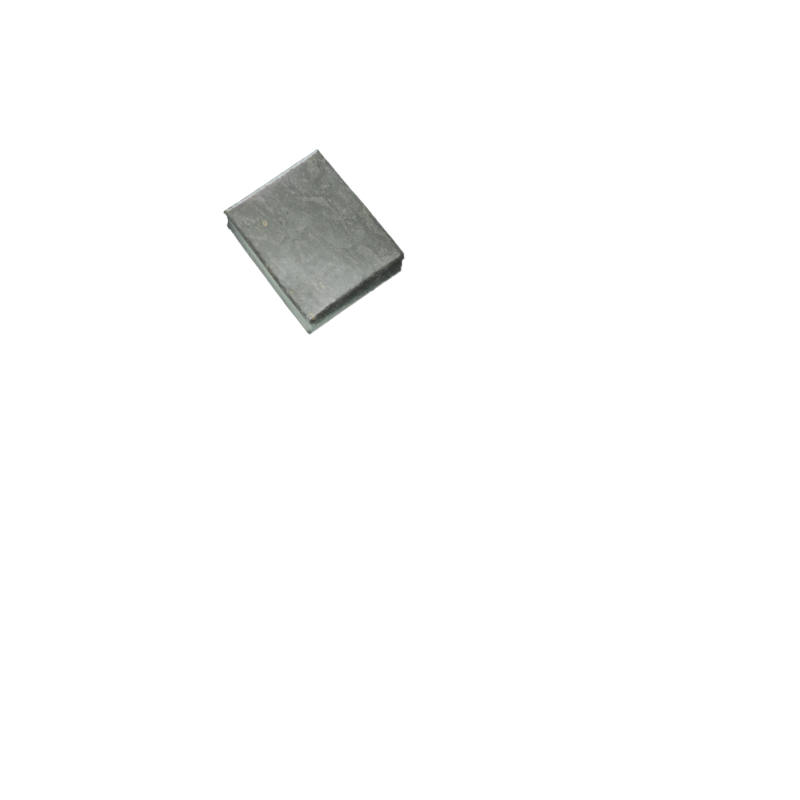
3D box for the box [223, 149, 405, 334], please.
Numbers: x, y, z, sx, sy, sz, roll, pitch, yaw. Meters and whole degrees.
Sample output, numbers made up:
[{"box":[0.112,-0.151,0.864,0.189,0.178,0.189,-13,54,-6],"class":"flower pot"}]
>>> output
[{"box":[-0.066,-0.120,0.842,0.090,0.119,0.037,-35,-18,-14],"class":"box"}]
